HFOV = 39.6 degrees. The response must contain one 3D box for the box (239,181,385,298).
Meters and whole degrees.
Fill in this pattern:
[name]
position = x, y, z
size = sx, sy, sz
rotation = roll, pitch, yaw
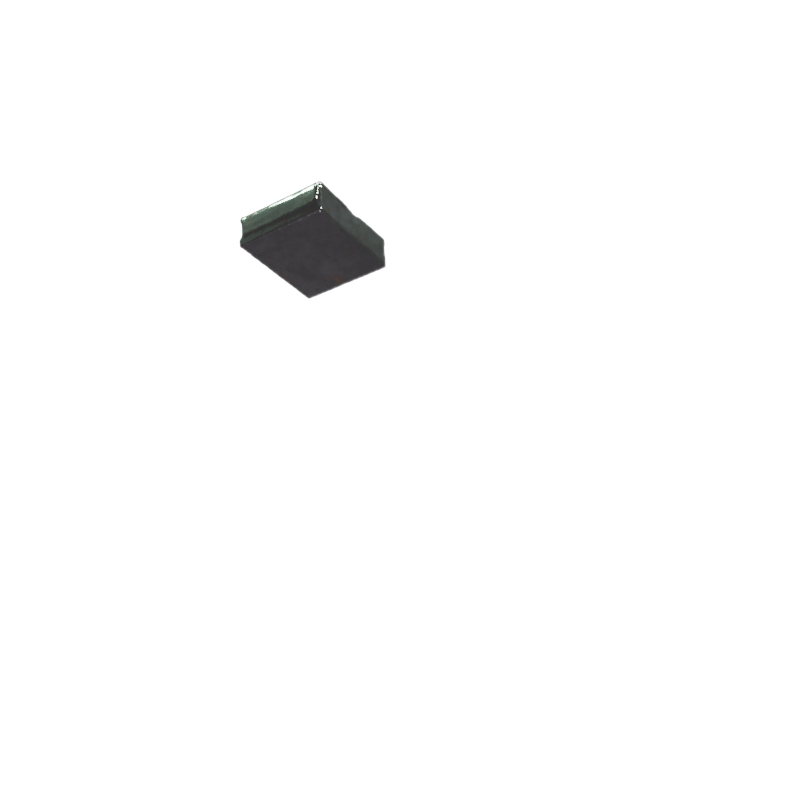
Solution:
[box]
position = -0.065, -0.118, 0.829
size = 0.074, 0.032, 0.083
rotation = -21, -38, 28
